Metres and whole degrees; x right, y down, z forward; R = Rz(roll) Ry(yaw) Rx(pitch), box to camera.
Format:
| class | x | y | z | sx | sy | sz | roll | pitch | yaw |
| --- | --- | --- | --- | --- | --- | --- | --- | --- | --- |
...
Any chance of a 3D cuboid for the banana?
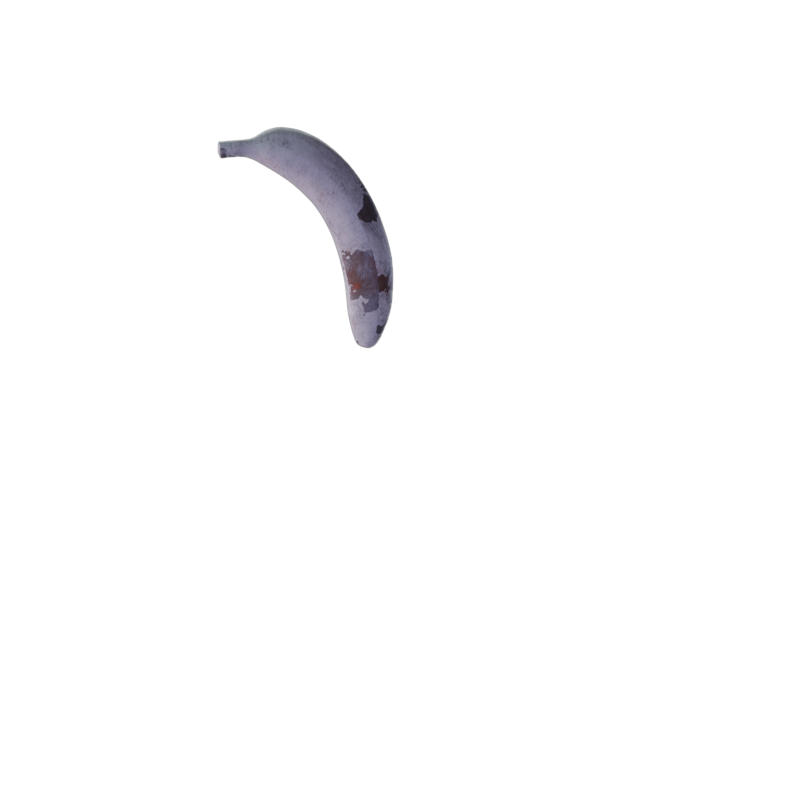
| class | x | y | z | sx | sy | sz | roll | pitch | yaw |
| --- | --- | --- | --- | --- | --- | --- | --- | --- | --- |
| banana | -0.048 | -0.124 | 0.786 | 0.069 | 0.186 | 0.039 | -29 | 26 | 15 |
